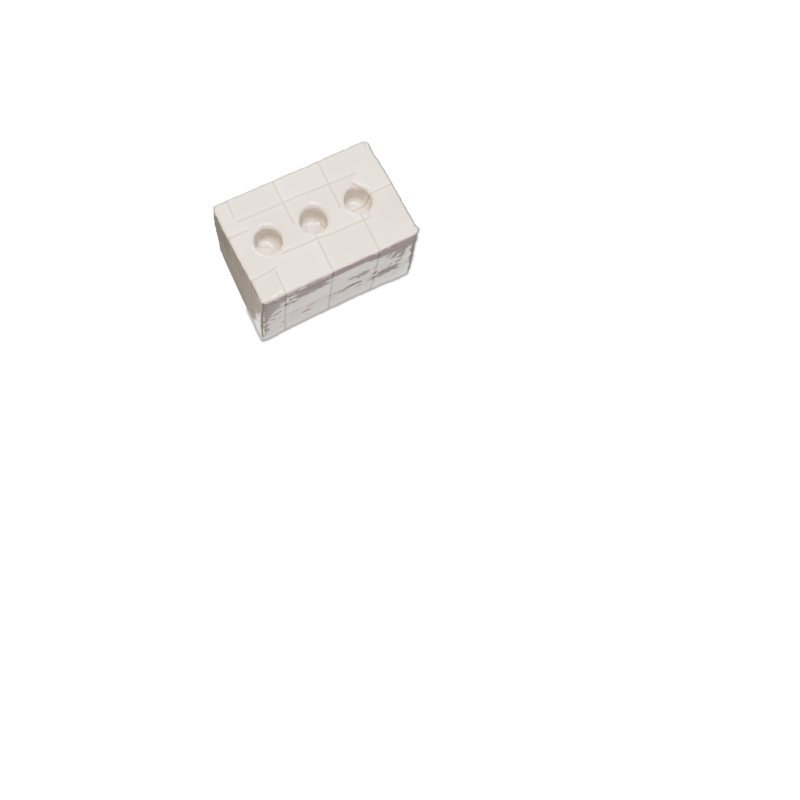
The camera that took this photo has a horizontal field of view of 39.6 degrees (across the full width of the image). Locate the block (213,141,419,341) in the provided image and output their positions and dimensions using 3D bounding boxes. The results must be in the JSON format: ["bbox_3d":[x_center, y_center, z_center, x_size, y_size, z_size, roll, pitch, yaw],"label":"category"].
[{"bbox_3d":[-0.039,-0.072,0.504,0.078,0.055,0.049,-26,-16,-10],"label":"block"}]
